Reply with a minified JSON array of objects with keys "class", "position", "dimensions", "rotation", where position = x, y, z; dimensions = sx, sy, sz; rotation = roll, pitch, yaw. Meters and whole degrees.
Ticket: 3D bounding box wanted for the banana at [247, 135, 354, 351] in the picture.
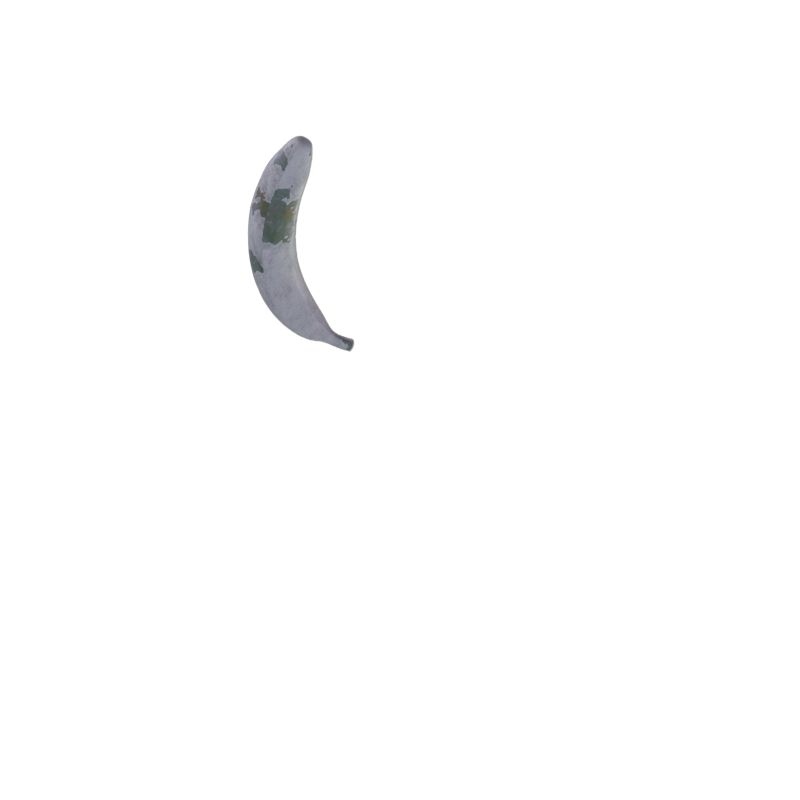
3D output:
[{"class":"banana","position":[-0.085,-0.118,0.869],"dimensions":[0.070,0.184,0.039],"rotation":[-8,36,5]}]
